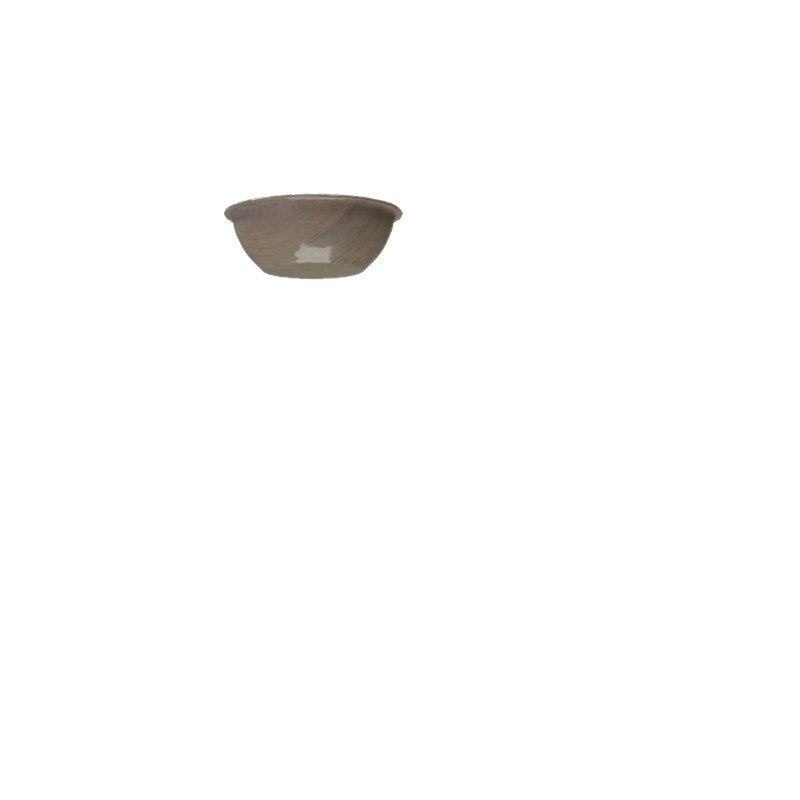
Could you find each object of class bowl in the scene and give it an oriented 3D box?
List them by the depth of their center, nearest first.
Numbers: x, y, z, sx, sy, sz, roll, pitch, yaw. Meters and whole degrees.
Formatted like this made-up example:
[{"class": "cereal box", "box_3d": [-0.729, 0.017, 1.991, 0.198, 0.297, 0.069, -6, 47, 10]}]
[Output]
[{"class": "bowl", "box_3d": [-0.078, -0.143, 1.000, 0.162, 0.056, 0.159, 0, -4, -2]}]
